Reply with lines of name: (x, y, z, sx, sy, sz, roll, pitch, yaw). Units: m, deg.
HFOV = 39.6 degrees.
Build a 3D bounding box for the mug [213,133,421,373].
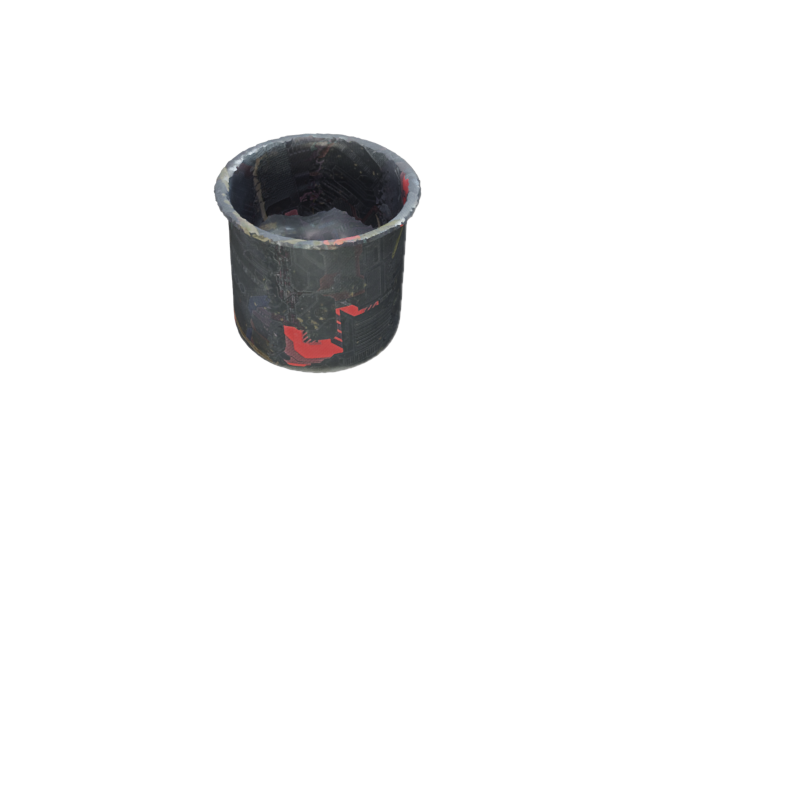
mug: (-0.042, -0.076, 0.531, 0.092, 0.076, 0.127, -7, 41, -10)
